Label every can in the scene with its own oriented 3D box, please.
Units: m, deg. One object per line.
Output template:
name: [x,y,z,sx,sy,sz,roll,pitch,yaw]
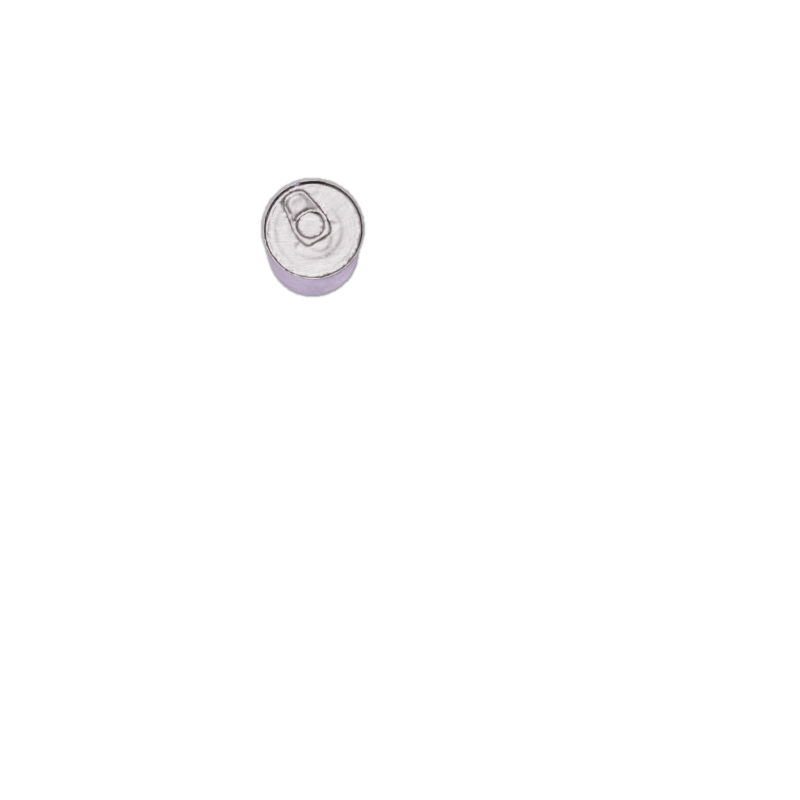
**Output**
can: [-0.061,-0.112,0.783,0.068,0.070,0.101,0,-4,-3]
